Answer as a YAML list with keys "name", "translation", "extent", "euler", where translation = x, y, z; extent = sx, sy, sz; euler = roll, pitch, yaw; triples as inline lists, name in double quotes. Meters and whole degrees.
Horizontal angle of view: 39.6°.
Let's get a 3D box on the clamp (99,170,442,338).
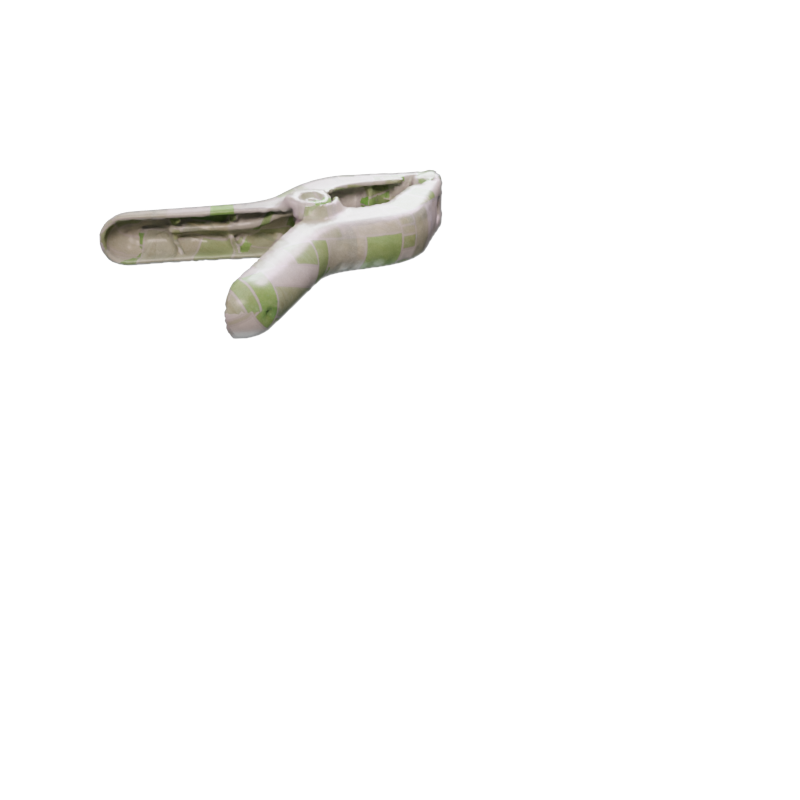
- name: "clamp"
  translation: [-0.040, -0.073, 0.514]
  extent: [0.169, 0.037, 0.129]
  euler: [-18, 38, -25]
